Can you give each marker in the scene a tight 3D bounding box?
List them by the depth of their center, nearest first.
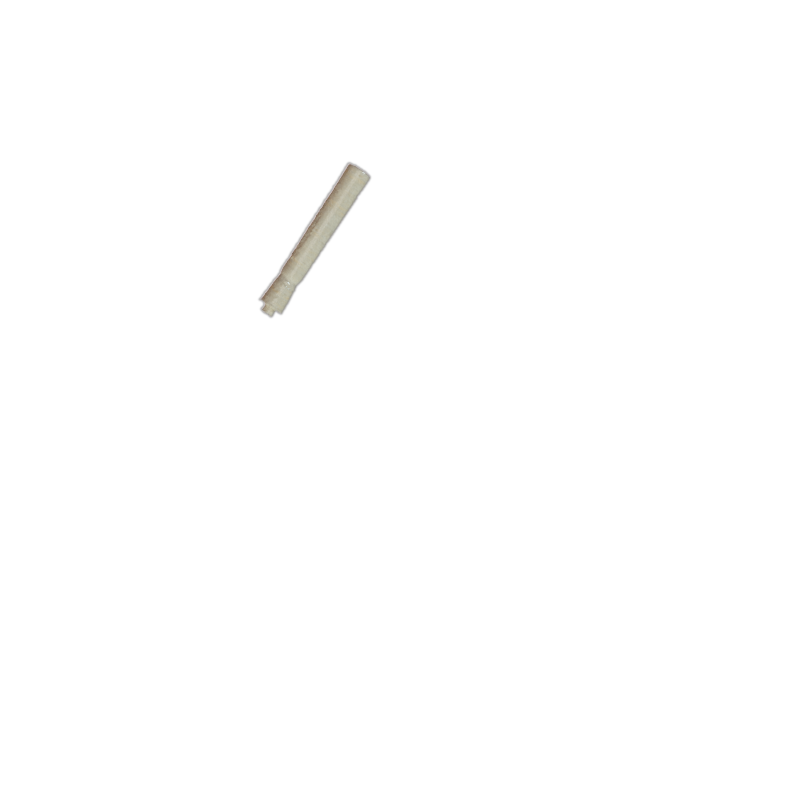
[{"bbox_3d":[-0.061,-0.111,0.781,0.020,0.121,0.020,33,-2,-3],"label":"marker"}]
